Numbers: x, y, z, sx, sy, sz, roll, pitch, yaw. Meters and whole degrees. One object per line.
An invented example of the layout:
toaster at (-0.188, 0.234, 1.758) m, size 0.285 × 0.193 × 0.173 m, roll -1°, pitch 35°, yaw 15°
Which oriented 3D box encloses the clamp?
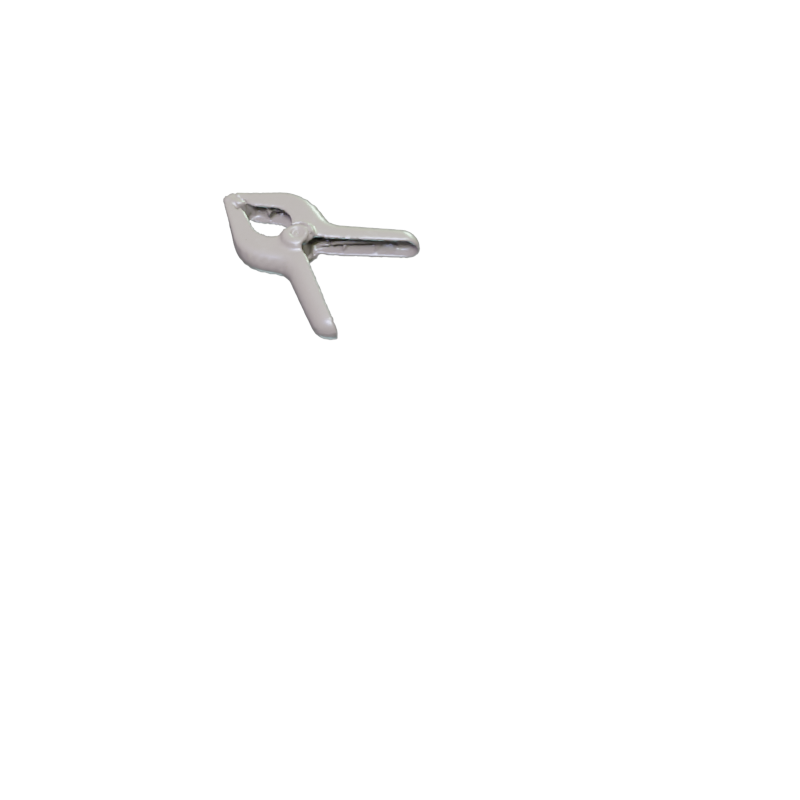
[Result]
clamp at (-0.072, -0.132, 0.923) m, size 0.121 × 0.036 × 0.183 m, roll -35°, pitch 59°, yaw -25°
